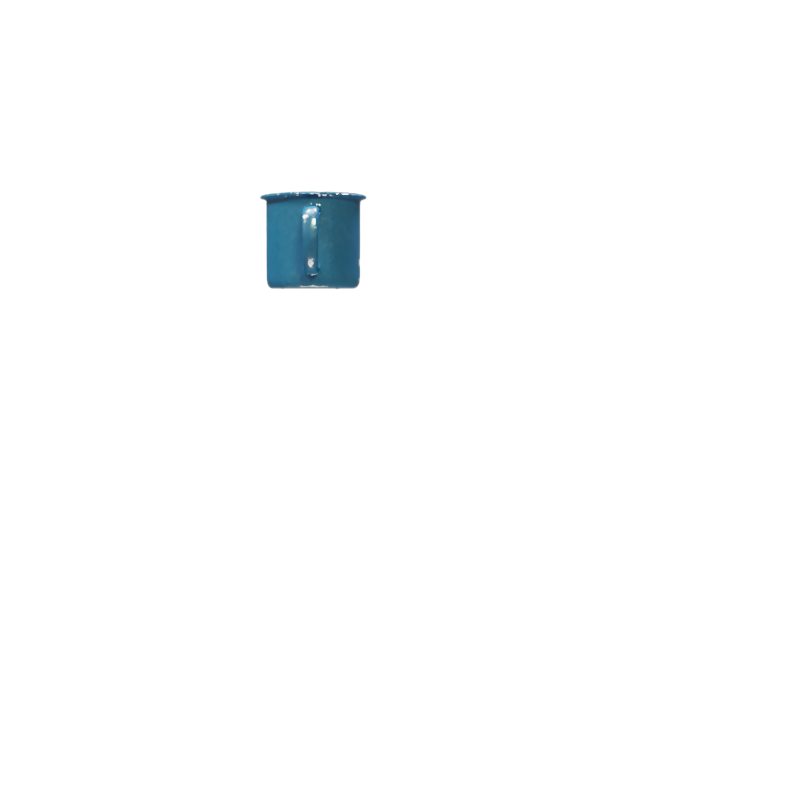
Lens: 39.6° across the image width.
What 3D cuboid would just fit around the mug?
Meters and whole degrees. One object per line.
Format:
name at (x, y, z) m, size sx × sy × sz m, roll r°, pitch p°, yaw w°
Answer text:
mug at (-0.075, -0.137, 0.959) m, size 0.093 × 0.082 × 0.118 m, roll 0°, pitch 3°, yaw -3°
